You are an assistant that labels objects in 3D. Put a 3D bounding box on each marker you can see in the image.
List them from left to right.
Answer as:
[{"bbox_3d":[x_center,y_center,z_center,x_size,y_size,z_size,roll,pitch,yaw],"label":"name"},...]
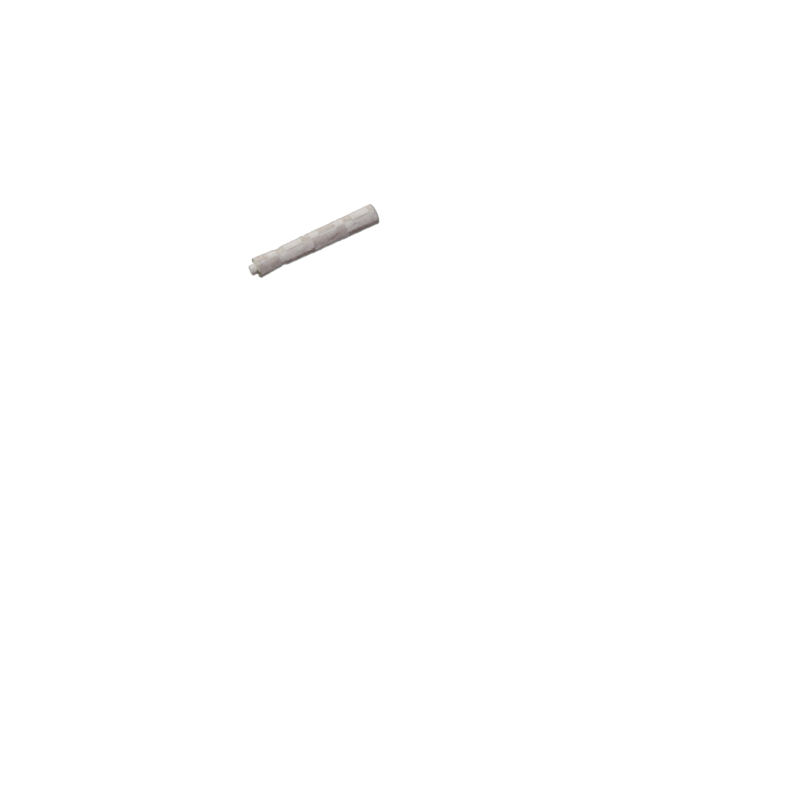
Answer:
[{"bbox_3d":[-0.075,-0.136,0.955,0.121,0.019,0.020,-27,11,-13],"label":"marker"}]
